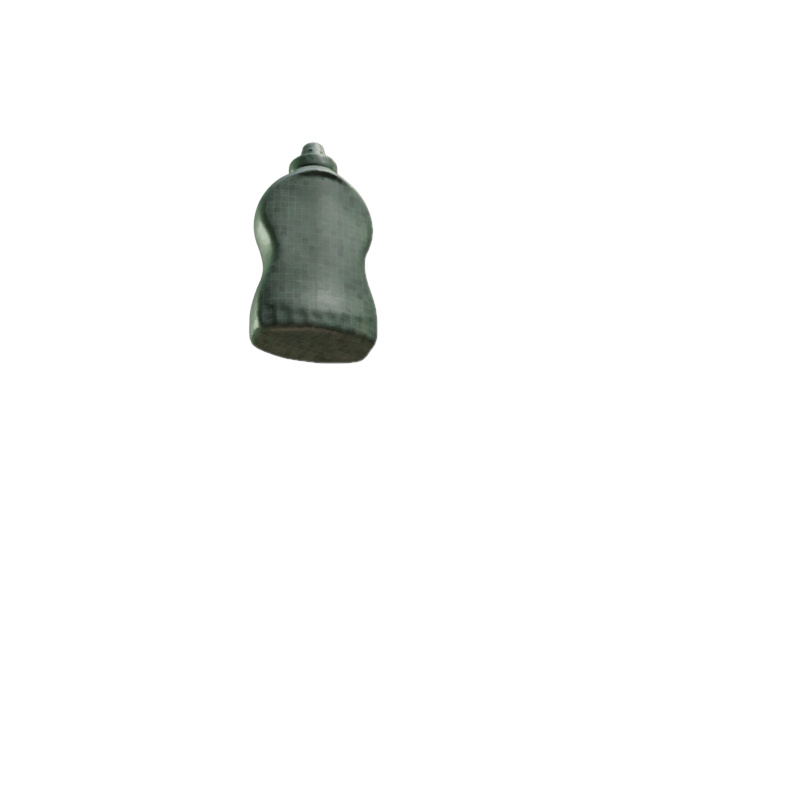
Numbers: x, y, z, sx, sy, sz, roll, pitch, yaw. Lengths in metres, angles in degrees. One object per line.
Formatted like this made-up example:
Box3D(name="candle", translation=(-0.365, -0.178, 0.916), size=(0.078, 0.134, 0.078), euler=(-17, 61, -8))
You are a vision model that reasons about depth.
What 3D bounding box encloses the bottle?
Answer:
Box3D(name="bottle", translation=(-0.069, -0.126, 0.886), size=(0.094, 0.204, 0.056), euler=(6, -32, -14))
